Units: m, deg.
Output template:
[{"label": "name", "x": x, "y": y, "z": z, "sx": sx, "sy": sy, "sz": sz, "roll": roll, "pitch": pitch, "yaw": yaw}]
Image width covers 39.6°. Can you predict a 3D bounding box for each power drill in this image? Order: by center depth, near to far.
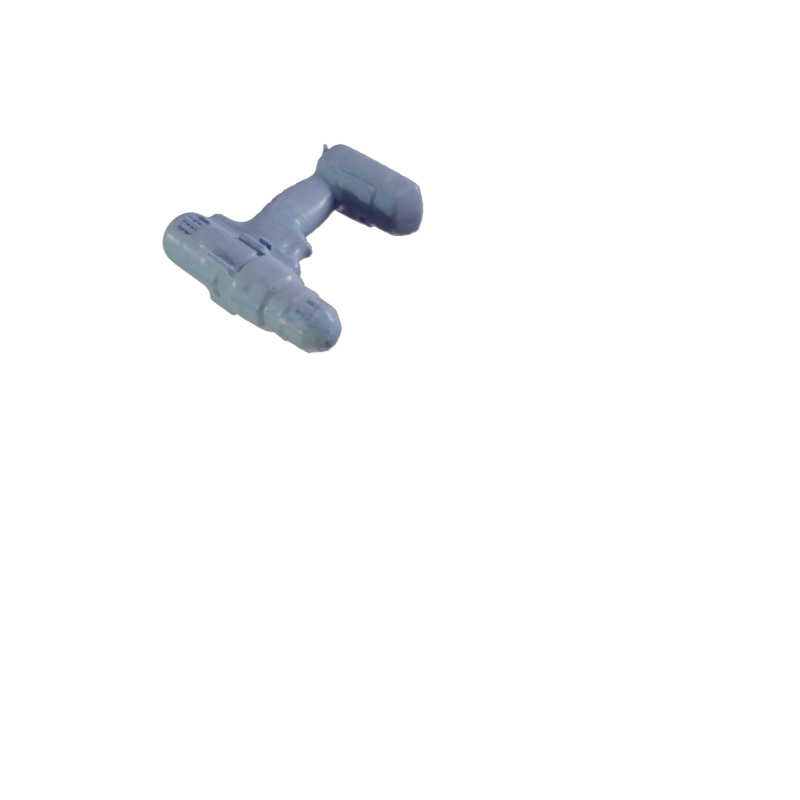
[{"label": "power drill", "x": -0.070, "y": -0.127, "z": 0.891, "sx": 0.197, "sy": 0.053, "sz": 0.189, "roll": 34, "pitch": 53, "yaw": 30}]
